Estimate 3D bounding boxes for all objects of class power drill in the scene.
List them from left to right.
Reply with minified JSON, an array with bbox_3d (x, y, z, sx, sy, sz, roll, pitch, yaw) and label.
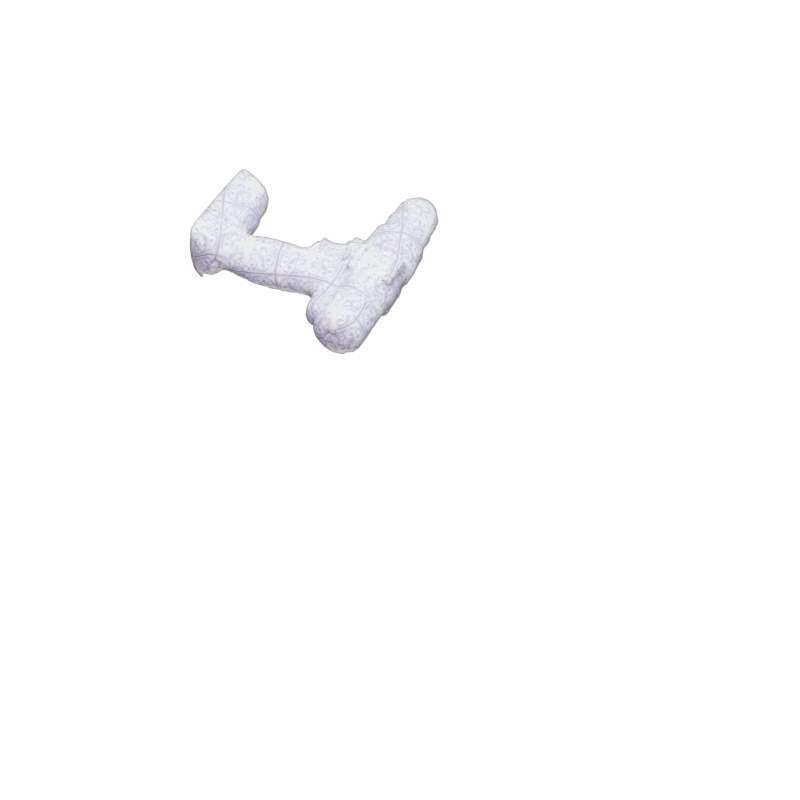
[{"bbox_3d":[-0.077,-0.141,0.986,0.195,0.053,0.191,21,51,18],"label":"power drill"}]
